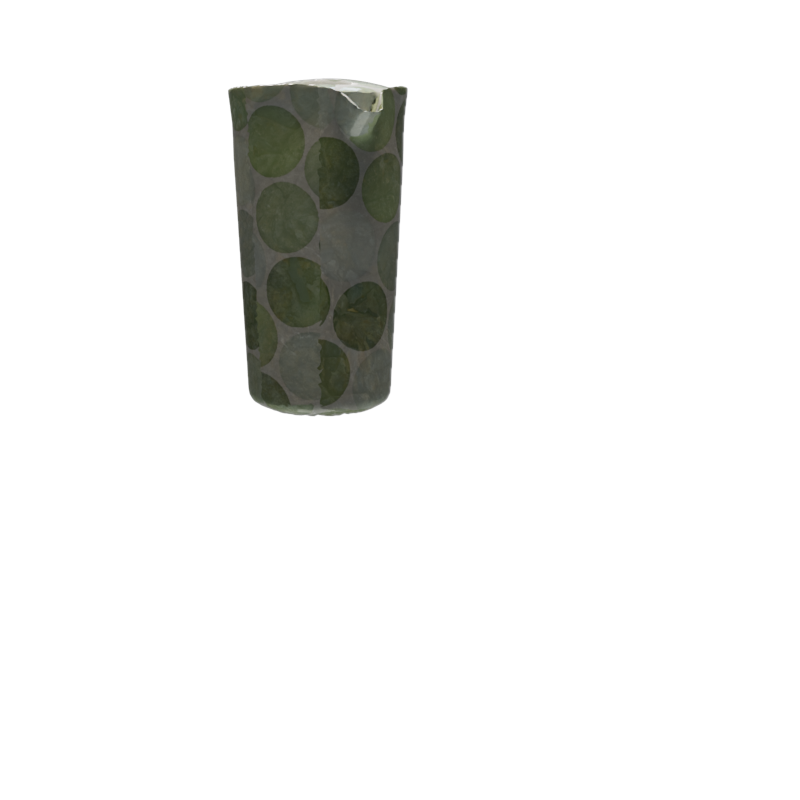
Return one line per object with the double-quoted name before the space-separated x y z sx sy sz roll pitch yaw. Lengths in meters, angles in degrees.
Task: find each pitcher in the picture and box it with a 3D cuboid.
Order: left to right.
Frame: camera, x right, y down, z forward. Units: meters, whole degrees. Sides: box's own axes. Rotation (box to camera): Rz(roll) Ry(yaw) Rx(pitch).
"pitcher" -0.066 -0.120 0.840 0.148 0.240 0.148 2 7 15
